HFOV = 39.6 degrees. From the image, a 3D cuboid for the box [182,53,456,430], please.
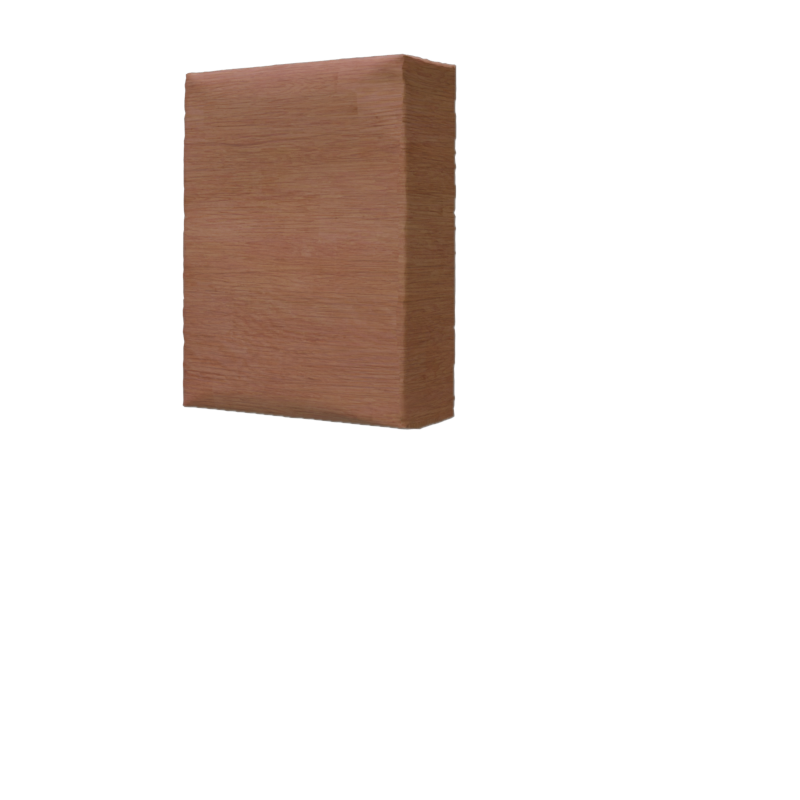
[{"bbox_3d":[-0.053,-0.097,0.678,0.170,0.213,0.069,3,3,32],"label":"box"}]
